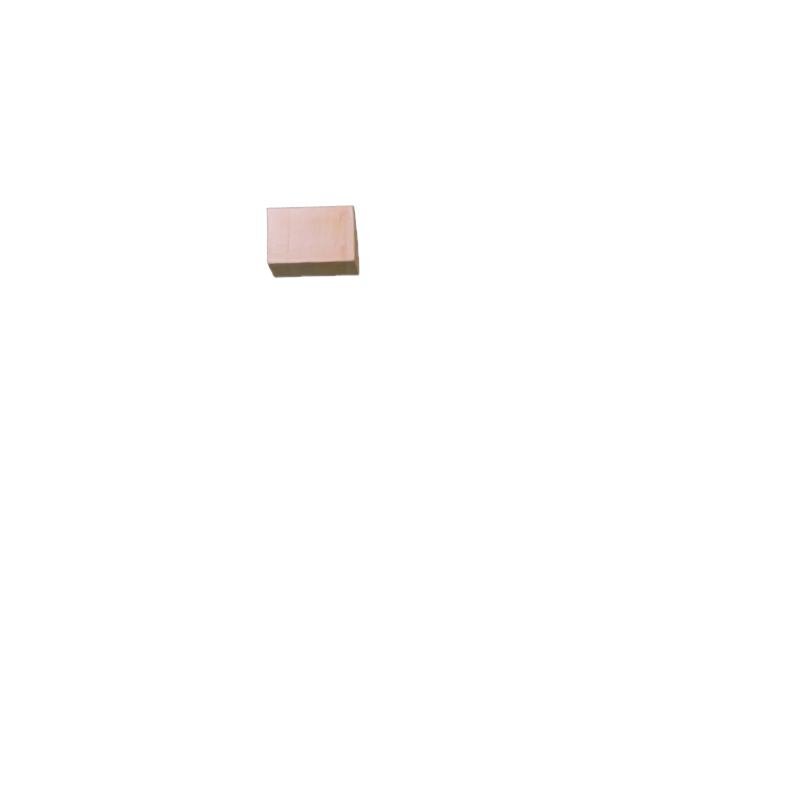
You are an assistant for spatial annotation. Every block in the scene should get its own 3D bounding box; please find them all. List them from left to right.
[{"bbox_3d":[-0.076,-0.138,0.967,0.078,0.053,0.051,-1,-12,3],"label":"block"}]
